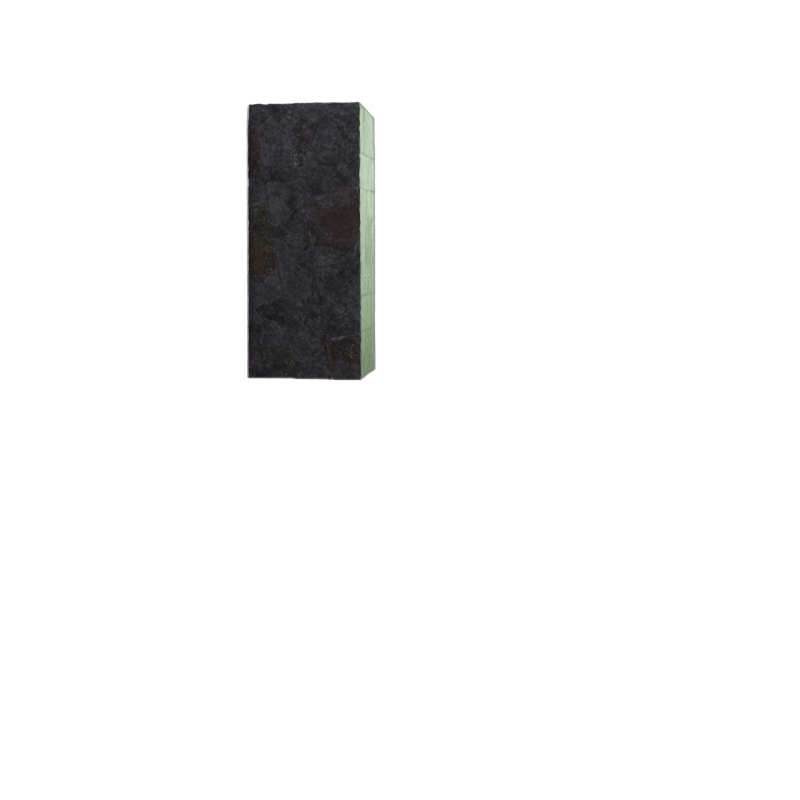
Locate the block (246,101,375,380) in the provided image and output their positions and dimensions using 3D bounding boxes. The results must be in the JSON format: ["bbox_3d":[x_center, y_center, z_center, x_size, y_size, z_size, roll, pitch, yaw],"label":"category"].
[{"bbox_3d":[-0.069,-0.124,0.868,0.091,0.207,0.090,0,0,7],"label":"block"}]
